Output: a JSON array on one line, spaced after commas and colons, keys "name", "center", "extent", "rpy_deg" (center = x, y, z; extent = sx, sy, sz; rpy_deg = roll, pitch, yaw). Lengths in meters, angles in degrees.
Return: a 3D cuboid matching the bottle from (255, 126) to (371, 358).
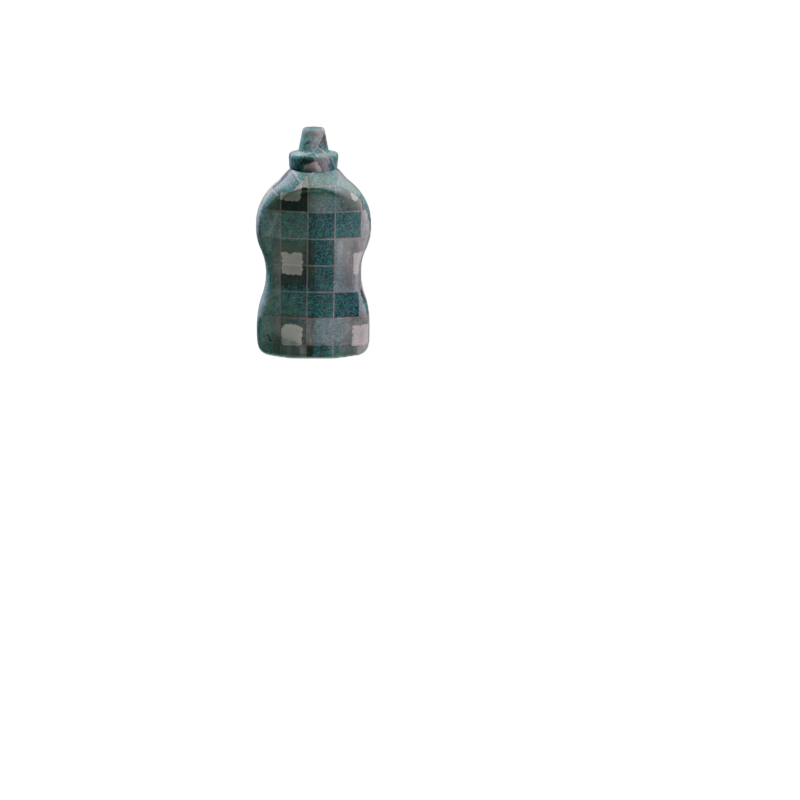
[{"name": "bottle", "center": [-0.073, -0.133, 0.930], "extent": [0.096, 0.185, 0.060], "rpy_deg": [1, 15, 1]}]
